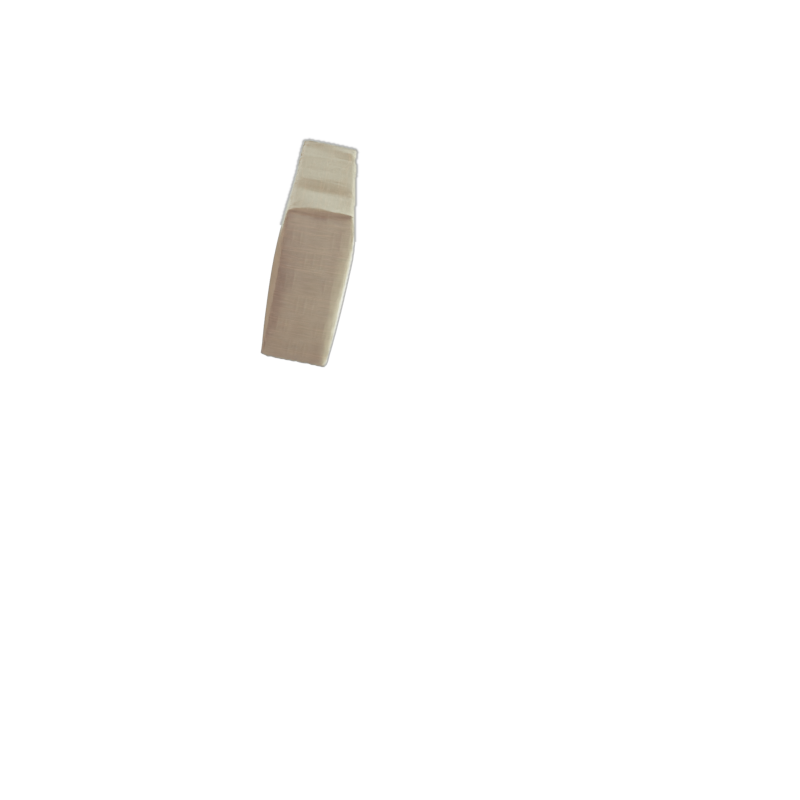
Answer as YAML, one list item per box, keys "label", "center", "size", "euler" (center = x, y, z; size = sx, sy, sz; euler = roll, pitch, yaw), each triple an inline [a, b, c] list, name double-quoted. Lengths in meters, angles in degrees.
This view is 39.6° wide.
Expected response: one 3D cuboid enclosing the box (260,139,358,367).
- label: "box"
  center: [-0.056, -0.101, 0.707]
  size: [0.047, 0.090, 0.185]
  euler: [10, 22, -9]
